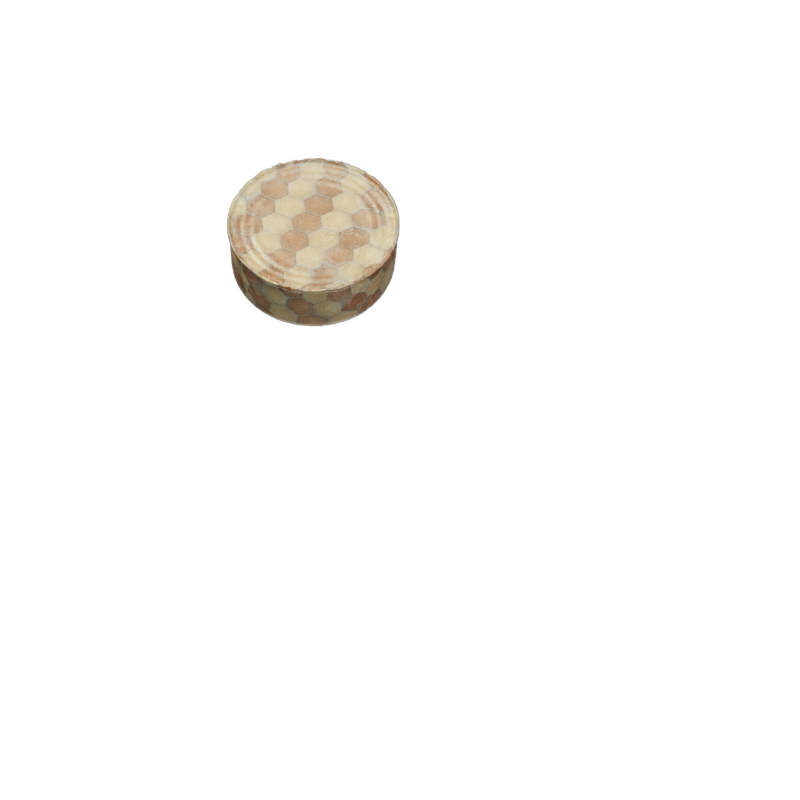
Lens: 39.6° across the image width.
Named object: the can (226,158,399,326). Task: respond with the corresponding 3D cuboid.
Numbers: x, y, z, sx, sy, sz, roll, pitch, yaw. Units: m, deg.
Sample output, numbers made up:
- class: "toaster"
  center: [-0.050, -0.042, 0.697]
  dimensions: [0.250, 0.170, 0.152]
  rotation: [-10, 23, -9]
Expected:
- class: "can"
  center: [-0.044, -0.080, 0.560]
  dimensions: [0.086, 0.092, 0.031]
  rotation: [-1, -36, -1]
